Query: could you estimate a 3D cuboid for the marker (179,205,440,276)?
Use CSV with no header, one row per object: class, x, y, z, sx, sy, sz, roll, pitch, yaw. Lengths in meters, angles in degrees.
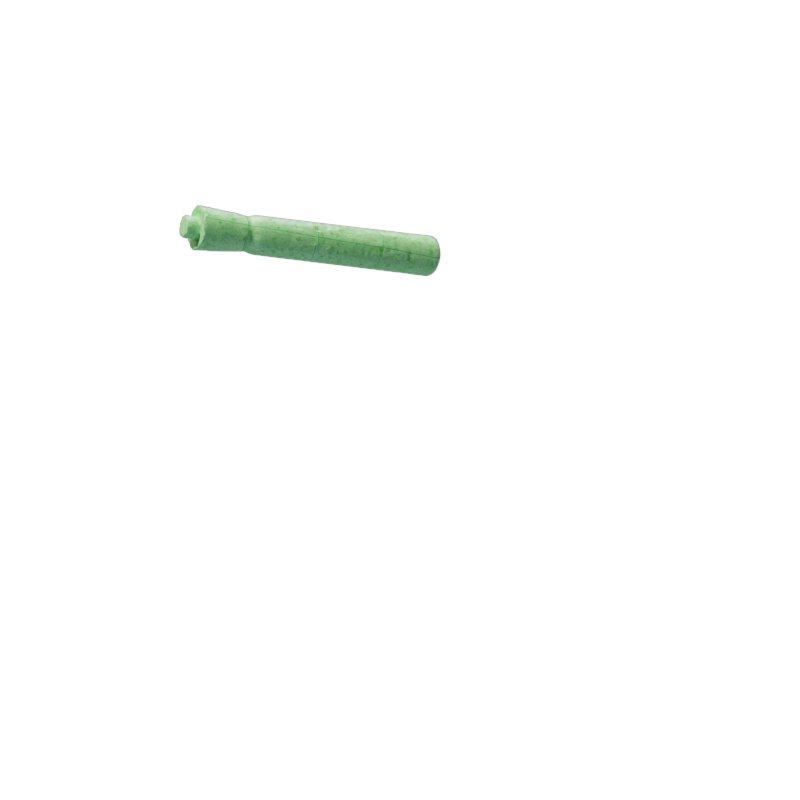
marker,-0.038,-0.068,0.480,0.116,0.020,0.020,3,2,-28
